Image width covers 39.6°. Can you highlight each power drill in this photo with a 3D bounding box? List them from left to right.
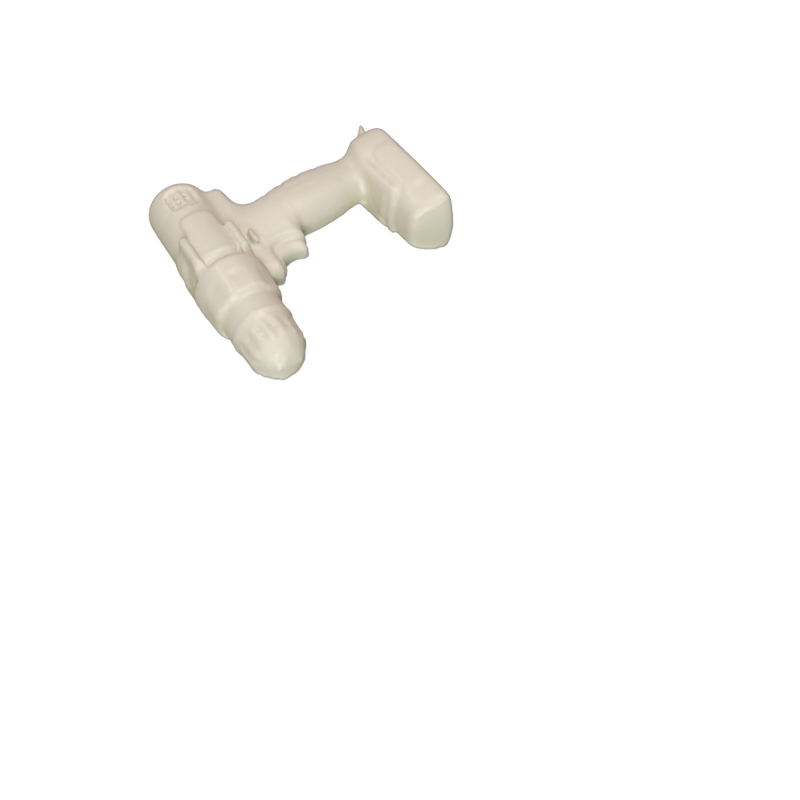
[{"bbox_3d":[-0.060,-0.109,0.767,0.186,0.053,0.199,-24,53,-20],"label":"power drill"}]
